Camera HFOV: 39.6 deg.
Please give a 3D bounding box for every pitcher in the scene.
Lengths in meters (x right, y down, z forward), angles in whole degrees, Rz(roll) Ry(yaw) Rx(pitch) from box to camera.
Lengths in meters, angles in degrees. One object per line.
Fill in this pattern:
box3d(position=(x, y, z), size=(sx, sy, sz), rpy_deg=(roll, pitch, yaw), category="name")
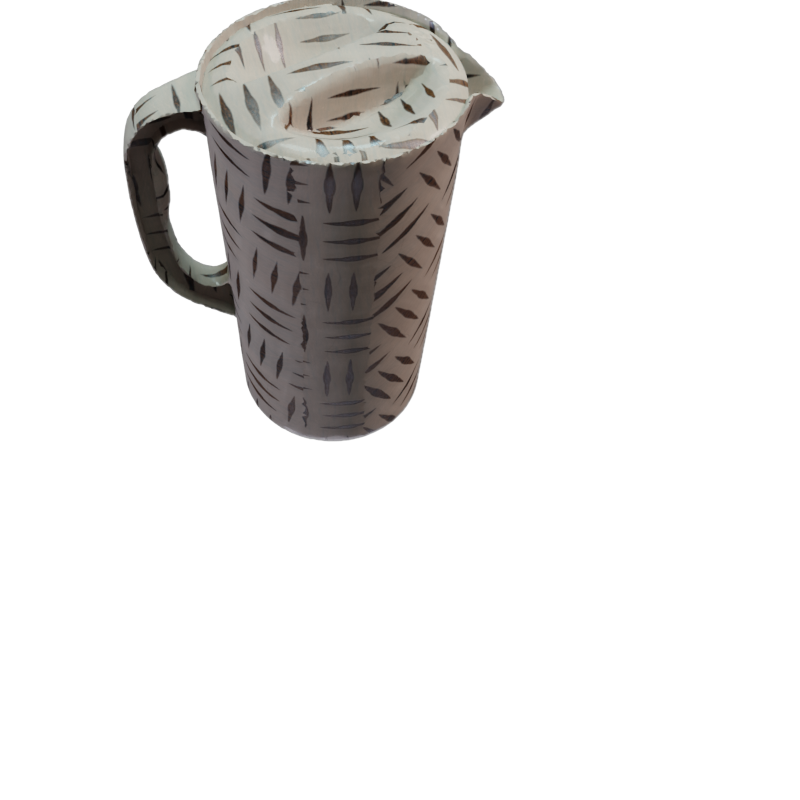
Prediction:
box3d(position=(-0.048, -0.087, 0.608), size=(0.157, 0.226, 0.148), rpy_deg=(30, 54, 21), category="pitcher")
